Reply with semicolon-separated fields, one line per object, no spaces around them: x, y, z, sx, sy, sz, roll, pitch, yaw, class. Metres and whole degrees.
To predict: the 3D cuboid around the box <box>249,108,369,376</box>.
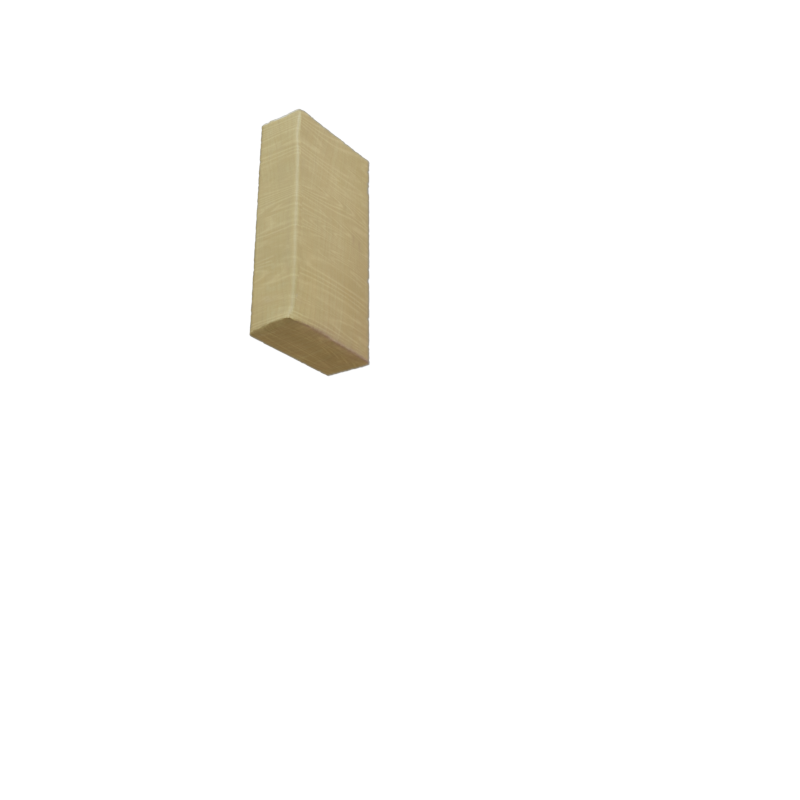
-0.064;-0.117;0.820;0.048;0.187;0.087;-21;-34;30;box
